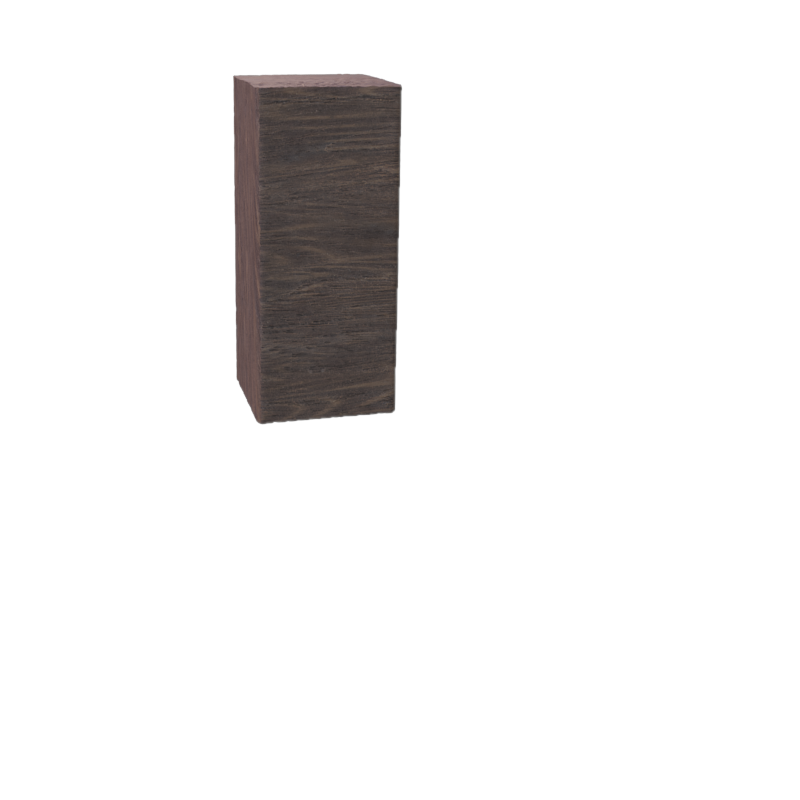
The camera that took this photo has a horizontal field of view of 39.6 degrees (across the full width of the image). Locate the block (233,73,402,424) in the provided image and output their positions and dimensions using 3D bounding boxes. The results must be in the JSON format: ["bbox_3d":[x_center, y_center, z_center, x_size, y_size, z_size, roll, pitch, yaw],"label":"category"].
[{"bbox_3d":[-0.055,-0.101,0.708,0.089,0.199,0.095,-3,15,-15],"label":"block"}]
